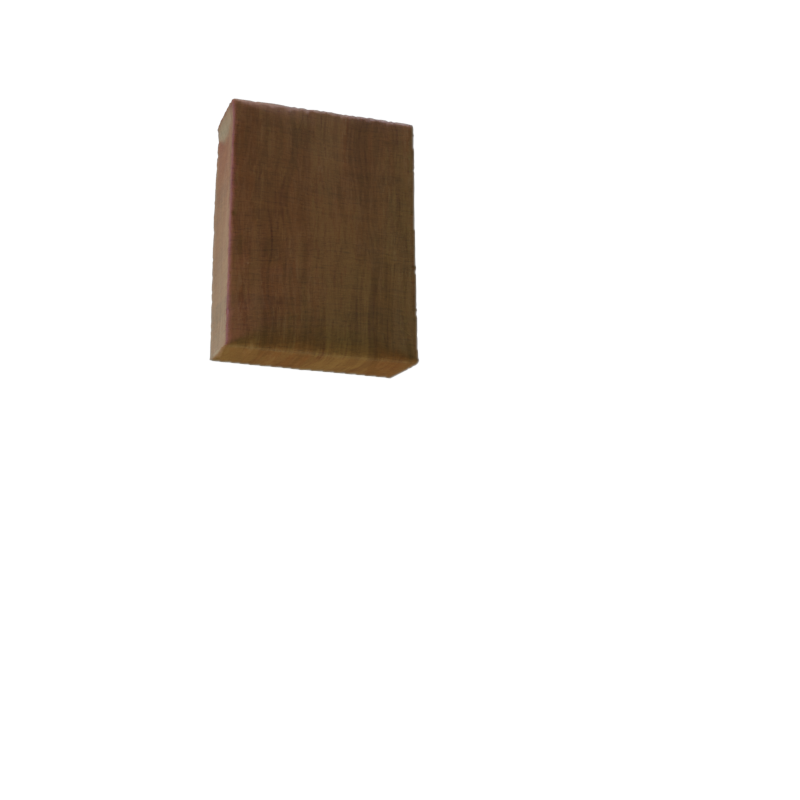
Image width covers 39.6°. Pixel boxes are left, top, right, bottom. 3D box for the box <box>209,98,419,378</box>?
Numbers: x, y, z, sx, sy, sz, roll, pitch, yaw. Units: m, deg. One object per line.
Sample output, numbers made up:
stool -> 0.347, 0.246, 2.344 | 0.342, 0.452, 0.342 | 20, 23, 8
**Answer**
box -> -0.073, -0.133, 0.930 | 0.160, 0.223, 0.071 | 5, -20, -18
